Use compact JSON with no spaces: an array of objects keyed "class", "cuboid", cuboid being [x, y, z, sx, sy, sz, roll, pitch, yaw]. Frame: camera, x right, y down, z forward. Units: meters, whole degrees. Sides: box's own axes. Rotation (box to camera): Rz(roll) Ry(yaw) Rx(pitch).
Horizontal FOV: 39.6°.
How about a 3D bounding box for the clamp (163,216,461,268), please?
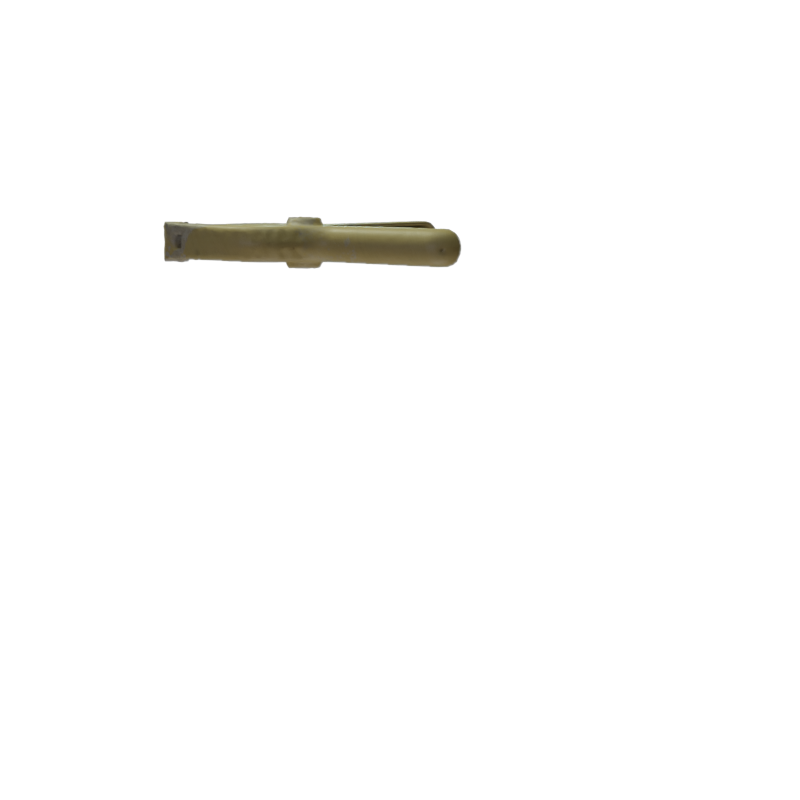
[{"class":"clamp","cuboid":[-0.063,-0.114,0.800,0.212,0.036,0.166,1,10,5]}]
